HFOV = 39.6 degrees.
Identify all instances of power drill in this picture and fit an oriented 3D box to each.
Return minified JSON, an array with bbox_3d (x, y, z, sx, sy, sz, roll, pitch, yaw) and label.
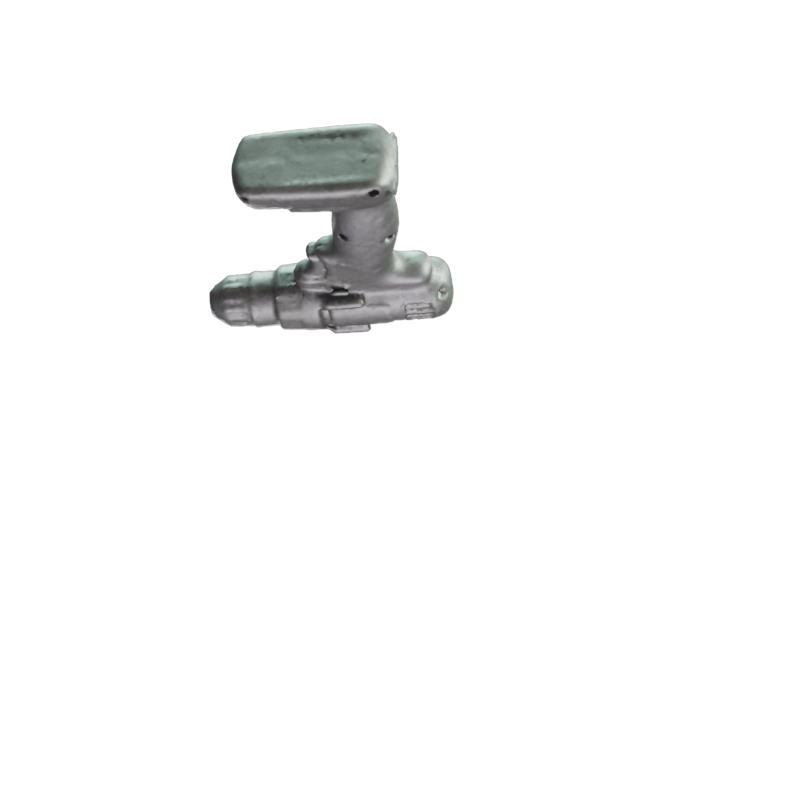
[{"bbox_3d":[-0.061,-0.111,0.777,0.186,0.061,0.174,-4,-29,7],"label":"power drill"}]
